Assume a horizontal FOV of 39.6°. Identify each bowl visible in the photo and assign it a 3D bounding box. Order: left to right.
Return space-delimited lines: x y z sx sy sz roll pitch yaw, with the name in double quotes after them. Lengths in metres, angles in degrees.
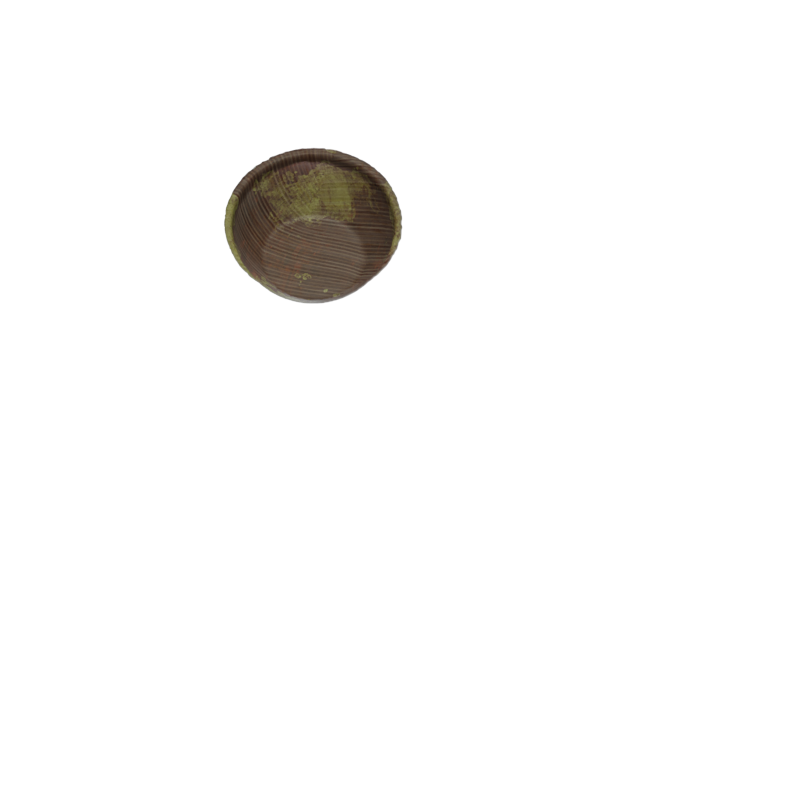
-0.077 -0.140 0.984 0.162 0.152 0.059 1 37 -1 "bowl"
